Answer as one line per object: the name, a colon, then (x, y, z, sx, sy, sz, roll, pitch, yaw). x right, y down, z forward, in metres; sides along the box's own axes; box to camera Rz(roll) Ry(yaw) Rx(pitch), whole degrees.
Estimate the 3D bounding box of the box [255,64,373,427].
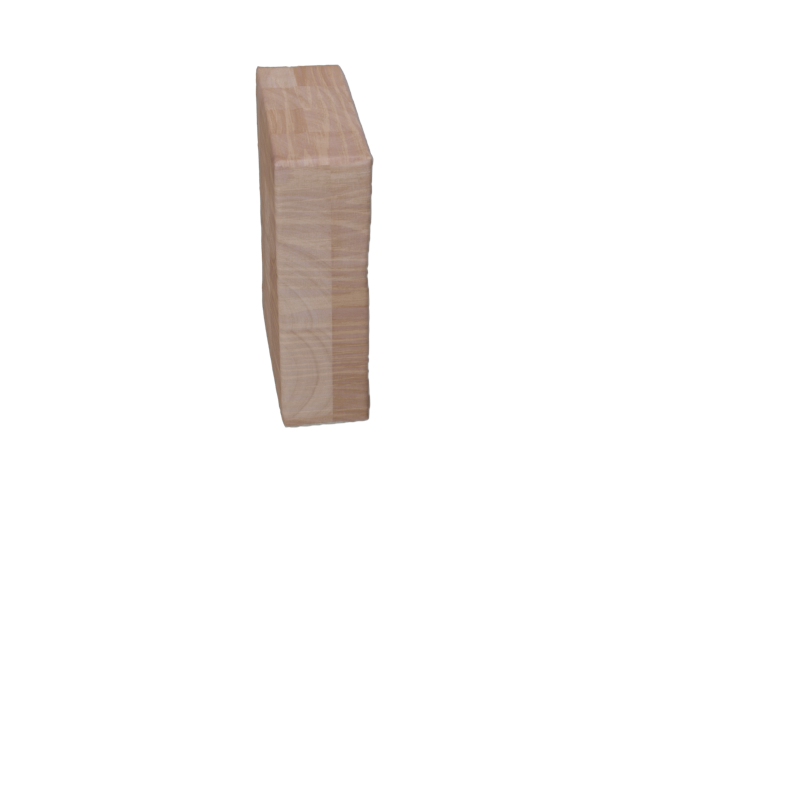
box: (-0.063, -0.115, 0.806, 0.071, 0.200, 0.177, -4, 35, -9)
